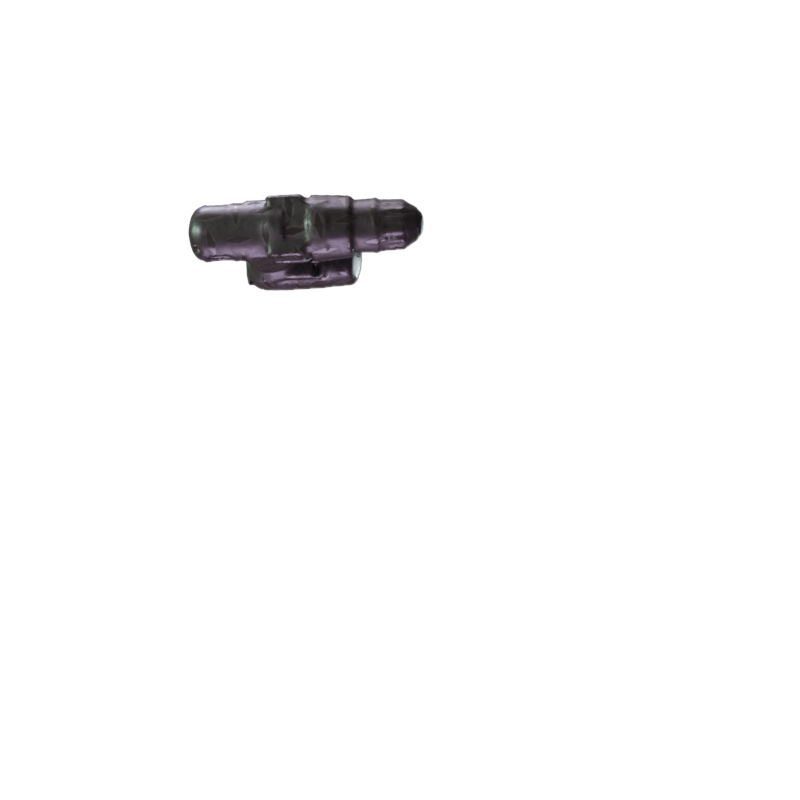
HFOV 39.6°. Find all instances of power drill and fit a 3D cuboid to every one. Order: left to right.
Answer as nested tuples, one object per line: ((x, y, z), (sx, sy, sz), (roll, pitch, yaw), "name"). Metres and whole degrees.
((-0.073, -0.134, 0.939), (0.185, 0.058, 0.183), (0, -4, 3), "power drill")
